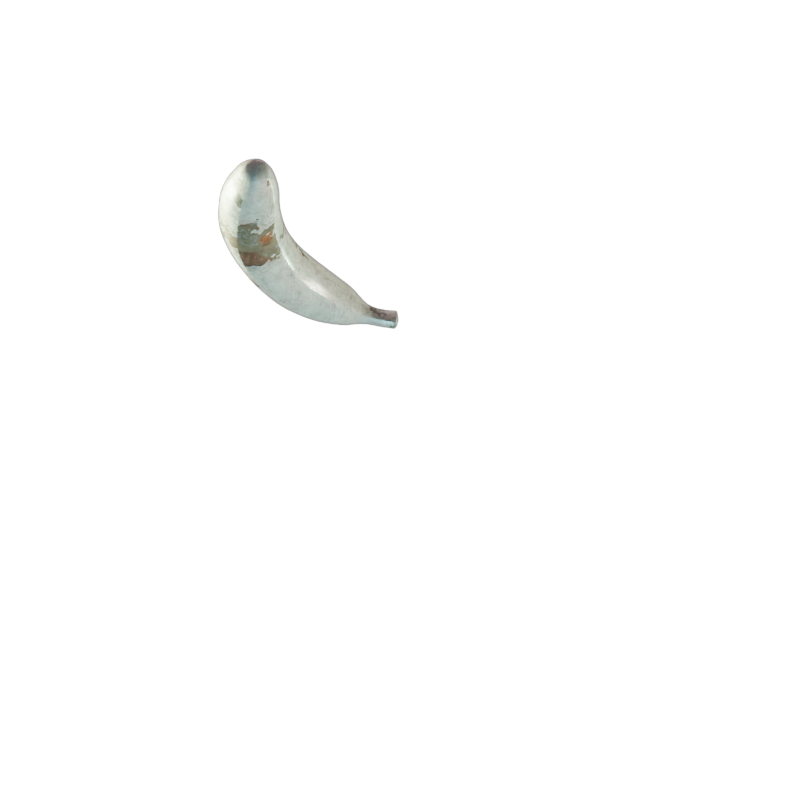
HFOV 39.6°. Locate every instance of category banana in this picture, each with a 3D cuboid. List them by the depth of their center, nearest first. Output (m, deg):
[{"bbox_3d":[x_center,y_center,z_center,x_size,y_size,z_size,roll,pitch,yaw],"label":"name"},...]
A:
[{"bbox_3d":[-0.068,-0.091,0.676,0.071,0.039,0.184,-11,-26,22],"label":"banana"}]
